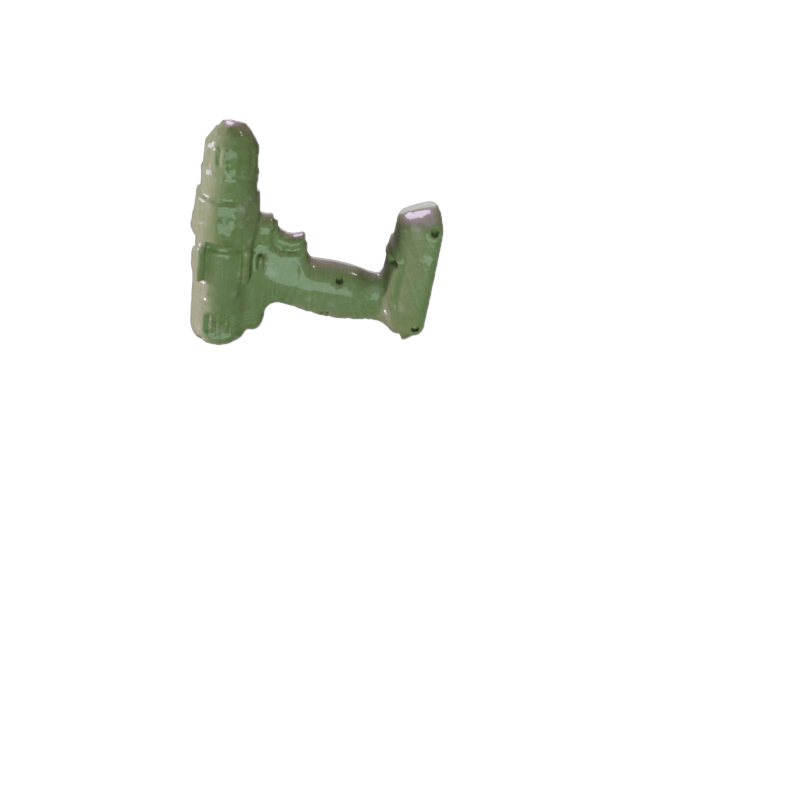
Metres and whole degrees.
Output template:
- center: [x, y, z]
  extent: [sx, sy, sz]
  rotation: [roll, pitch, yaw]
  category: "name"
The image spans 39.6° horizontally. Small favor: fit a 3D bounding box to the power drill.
- center: [-0.066, -0.121, 0.845]
  extent: [0.186, 0.174, 0.061]
  rotation: [6, 33, -4]
  category: "power drill"
